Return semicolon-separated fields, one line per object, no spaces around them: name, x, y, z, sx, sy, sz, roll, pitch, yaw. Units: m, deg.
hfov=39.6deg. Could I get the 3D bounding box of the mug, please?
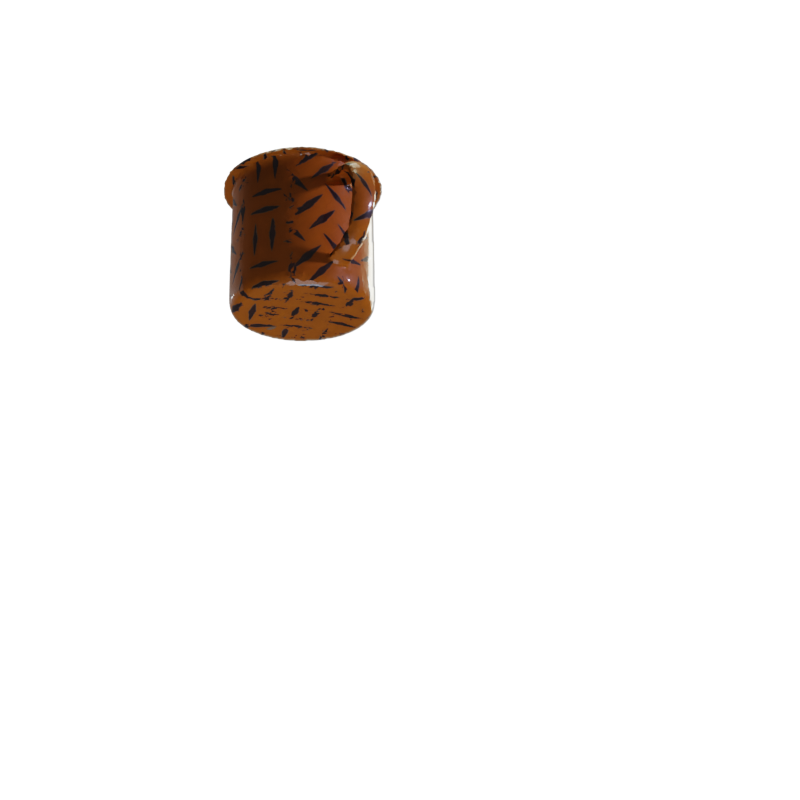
mug;-0.049;-0.089;0.624;0.089;0.086;0.116;15;-29;-31
